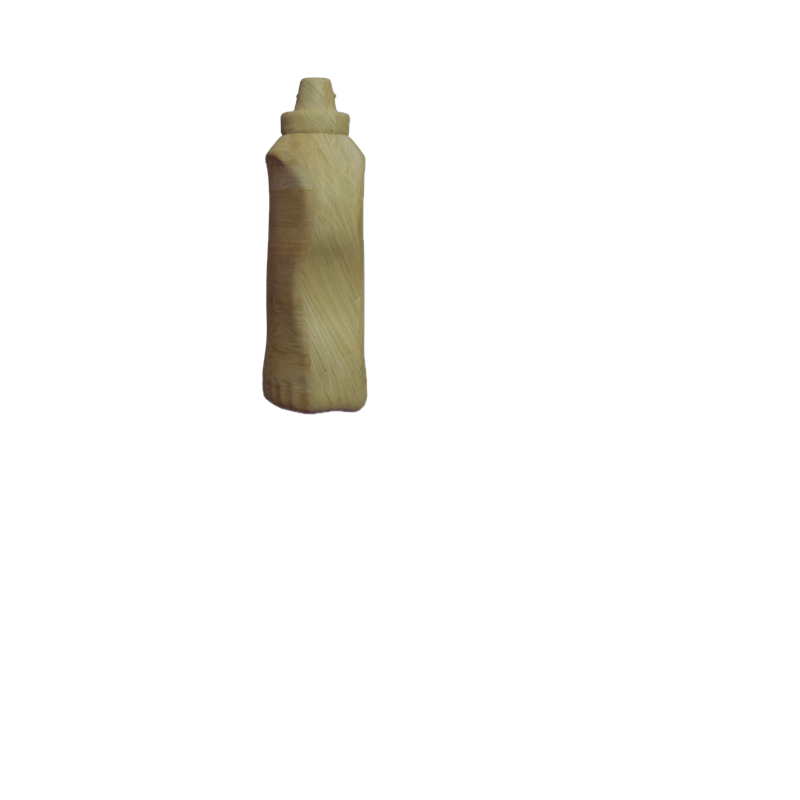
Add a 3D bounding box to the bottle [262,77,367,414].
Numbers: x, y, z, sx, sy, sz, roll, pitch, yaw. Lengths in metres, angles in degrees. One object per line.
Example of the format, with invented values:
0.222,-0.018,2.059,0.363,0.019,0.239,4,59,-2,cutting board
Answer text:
-0.051,-0.093,0.654,0.057,0.191,0.098,0,3,-17,bottle
